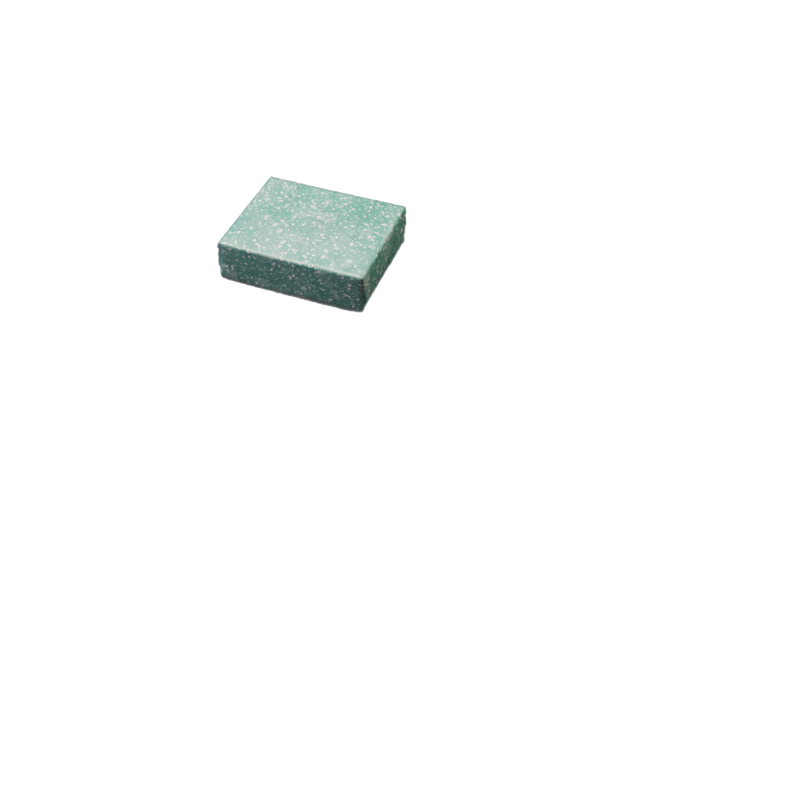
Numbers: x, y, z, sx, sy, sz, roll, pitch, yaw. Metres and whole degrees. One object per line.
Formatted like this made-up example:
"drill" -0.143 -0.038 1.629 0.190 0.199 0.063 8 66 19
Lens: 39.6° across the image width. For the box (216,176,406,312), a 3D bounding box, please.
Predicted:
"box" -0.063 -0.114 0.802 0.117 0.036 0.093 16 46 15
